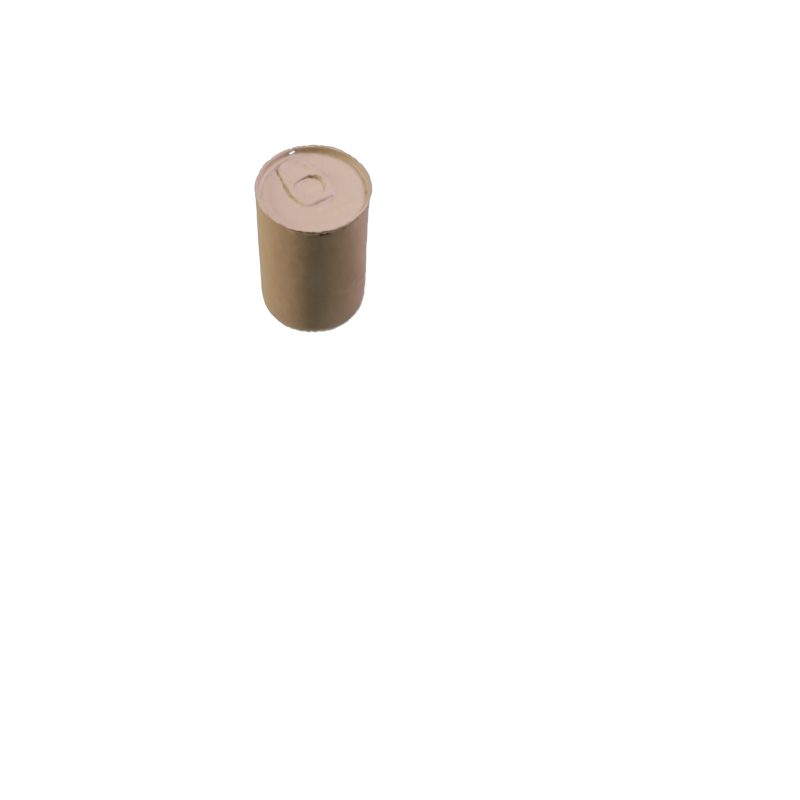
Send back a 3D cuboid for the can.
[{"bbox_3d":[-0.053,-0.097,0.677,0.068,0.073,0.095,0,-35,-3],"label":"can"}]
